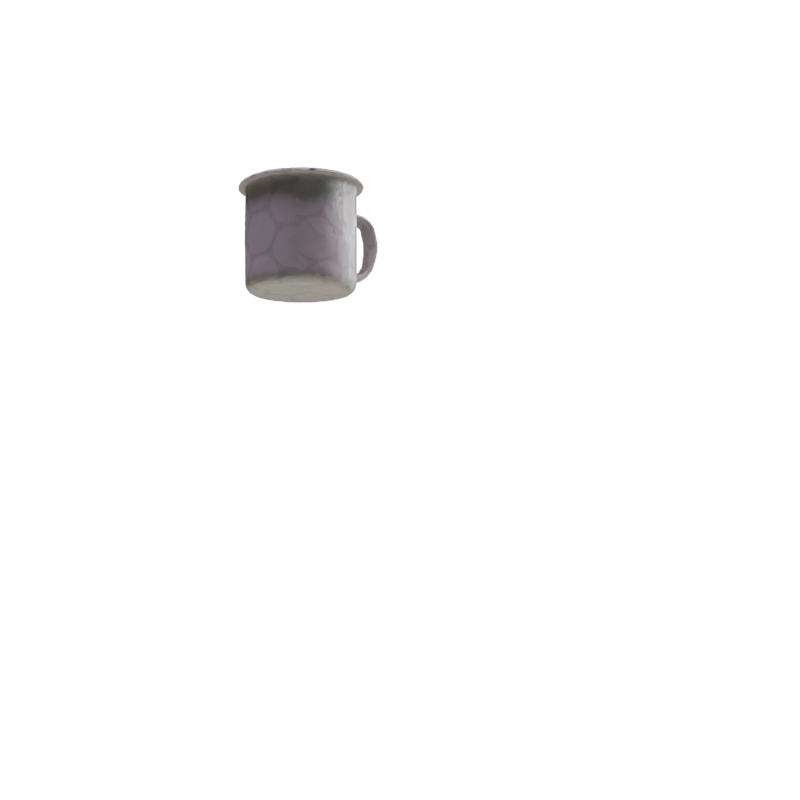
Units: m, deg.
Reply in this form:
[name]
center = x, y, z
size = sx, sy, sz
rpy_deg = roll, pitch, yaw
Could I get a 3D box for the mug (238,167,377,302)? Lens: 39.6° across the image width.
[mug]
center = -0.065, -0.118, 0.824
size = 0.111, 0.084, 0.095
rpy_deg = 8, -13, -42
